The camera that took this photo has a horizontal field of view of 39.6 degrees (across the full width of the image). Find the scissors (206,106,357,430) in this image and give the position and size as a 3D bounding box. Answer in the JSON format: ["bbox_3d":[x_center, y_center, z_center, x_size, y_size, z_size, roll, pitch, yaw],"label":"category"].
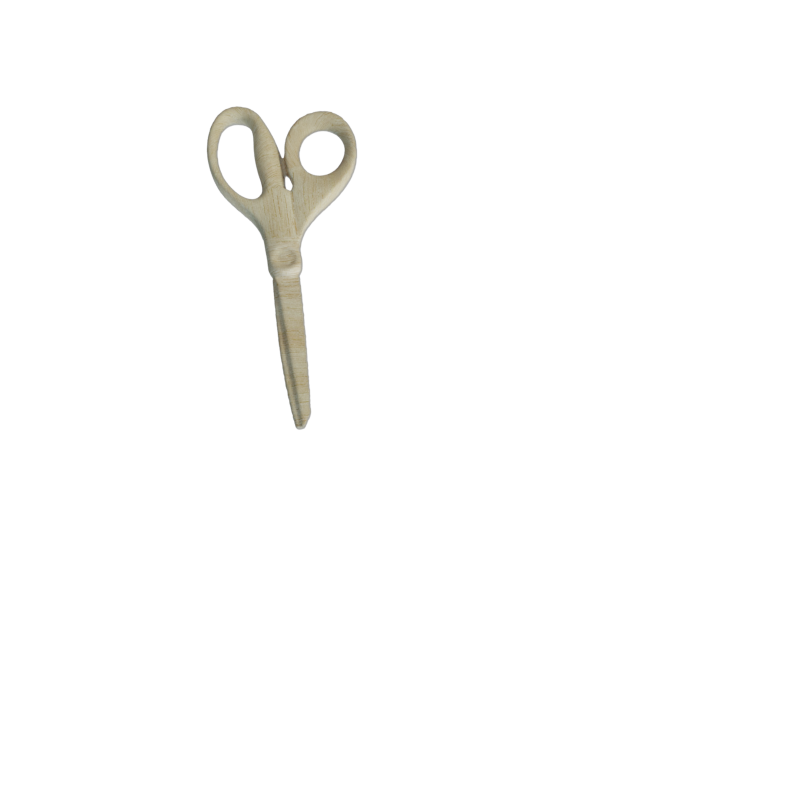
[{"bbox_3d":[-0.049,-0.088,0.620,0.096,0.215,0.015,-20,-26,-10],"label":"scissors"}]
